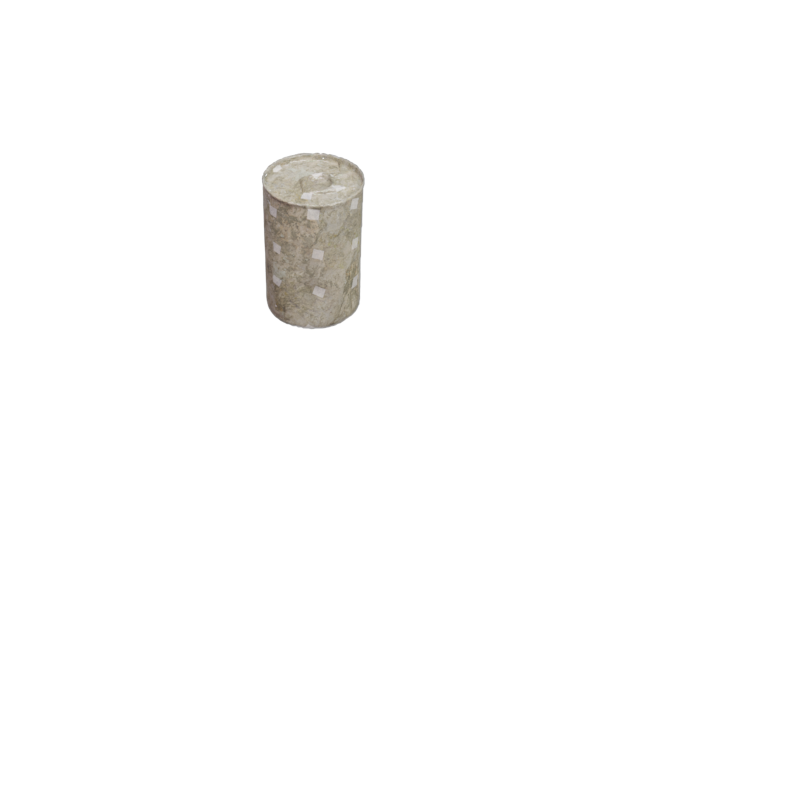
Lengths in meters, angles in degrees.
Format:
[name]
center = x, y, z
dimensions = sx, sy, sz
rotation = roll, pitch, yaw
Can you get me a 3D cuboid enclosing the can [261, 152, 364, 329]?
[can]
center = -0.059, -0.108, 0.757
dimensions = 0.068, 0.096, 0.073
rotation = 0, 37, -3
